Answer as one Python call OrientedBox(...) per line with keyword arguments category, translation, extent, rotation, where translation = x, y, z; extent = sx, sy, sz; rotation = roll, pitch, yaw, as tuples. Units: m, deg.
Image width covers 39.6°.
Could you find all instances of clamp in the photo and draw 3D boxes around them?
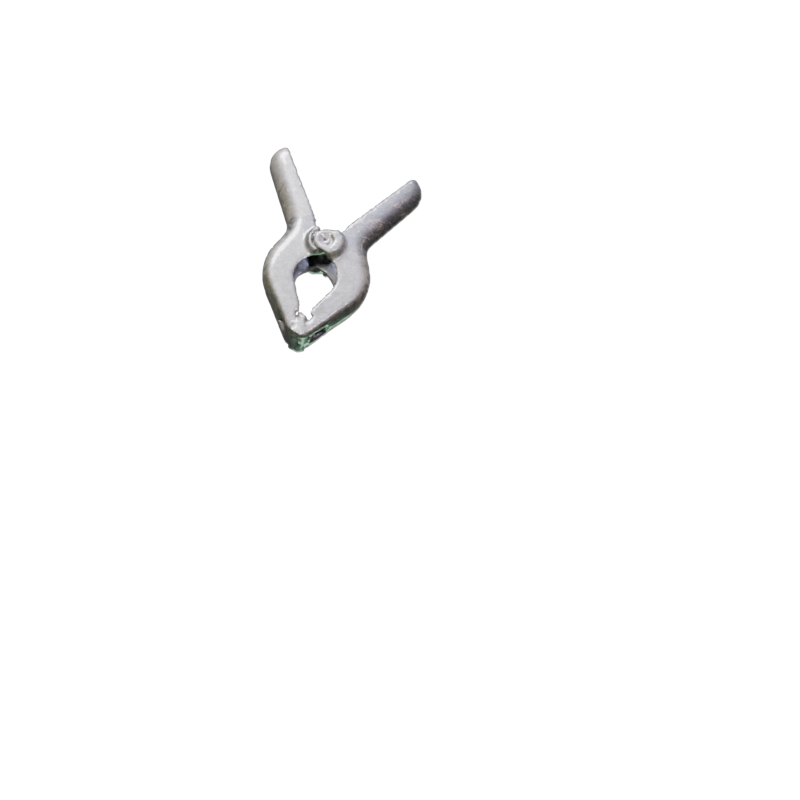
OrientedBox(category="clamp", translation=(-0.065, -0.119, 0.833), extent=(0.123, 0.179, 0.037), rotation=(17, -34, 12))
